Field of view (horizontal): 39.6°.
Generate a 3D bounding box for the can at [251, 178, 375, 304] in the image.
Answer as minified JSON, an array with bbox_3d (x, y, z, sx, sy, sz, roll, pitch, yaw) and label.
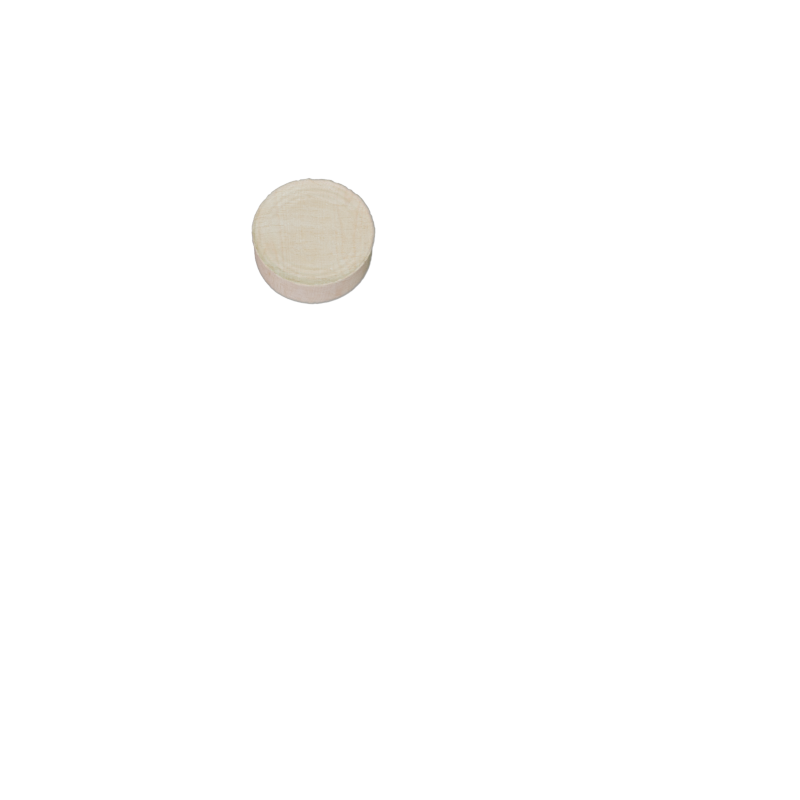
[{"bbox_3d":[-0.061,-0.112,0.782,0.086,0.091,0.032,-1,-27,-1],"label":"can"}]
